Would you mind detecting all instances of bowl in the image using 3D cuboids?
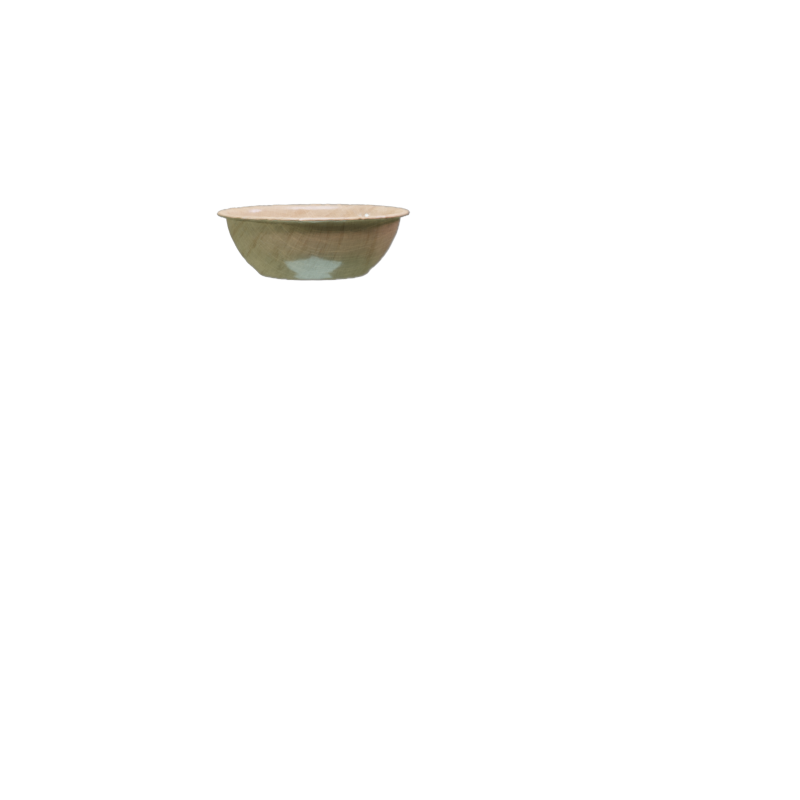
[{"bbox_3d":[-0.073,-0.133,0.934,0.162,0.054,0.166,0,13,-2],"label":"bowl"}]
